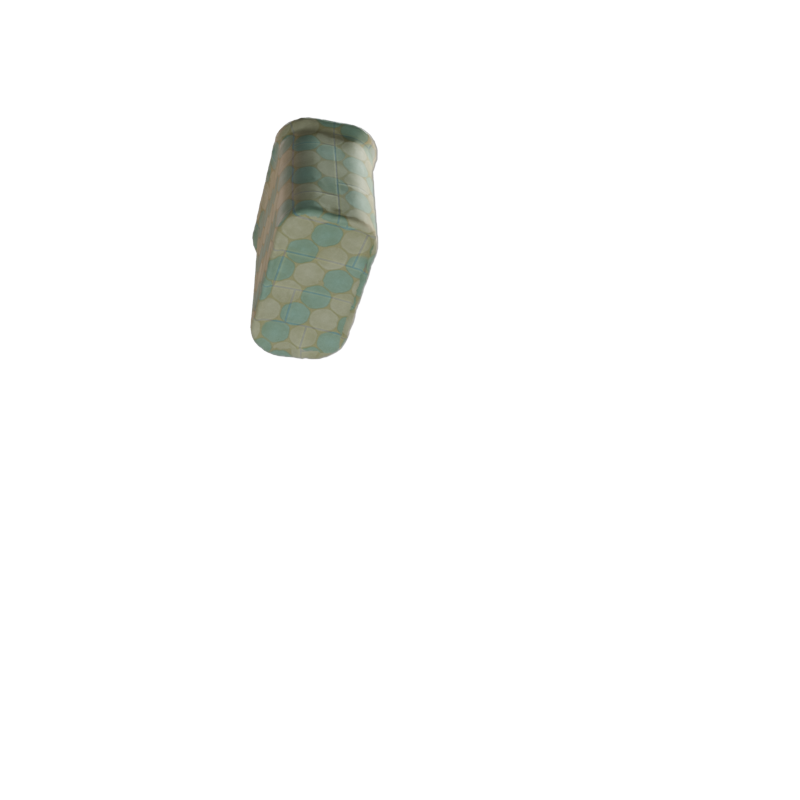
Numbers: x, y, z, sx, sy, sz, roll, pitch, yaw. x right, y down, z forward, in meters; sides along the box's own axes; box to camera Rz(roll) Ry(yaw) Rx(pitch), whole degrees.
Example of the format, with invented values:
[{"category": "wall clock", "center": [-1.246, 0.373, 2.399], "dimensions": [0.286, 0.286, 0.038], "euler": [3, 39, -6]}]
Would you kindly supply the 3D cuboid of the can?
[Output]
[{"category": "can", "center": [-0.046, -0.084, 0.590], "dimensions": [0.056, 0.096, 0.090], "euler": [10, 40, -12]}]
